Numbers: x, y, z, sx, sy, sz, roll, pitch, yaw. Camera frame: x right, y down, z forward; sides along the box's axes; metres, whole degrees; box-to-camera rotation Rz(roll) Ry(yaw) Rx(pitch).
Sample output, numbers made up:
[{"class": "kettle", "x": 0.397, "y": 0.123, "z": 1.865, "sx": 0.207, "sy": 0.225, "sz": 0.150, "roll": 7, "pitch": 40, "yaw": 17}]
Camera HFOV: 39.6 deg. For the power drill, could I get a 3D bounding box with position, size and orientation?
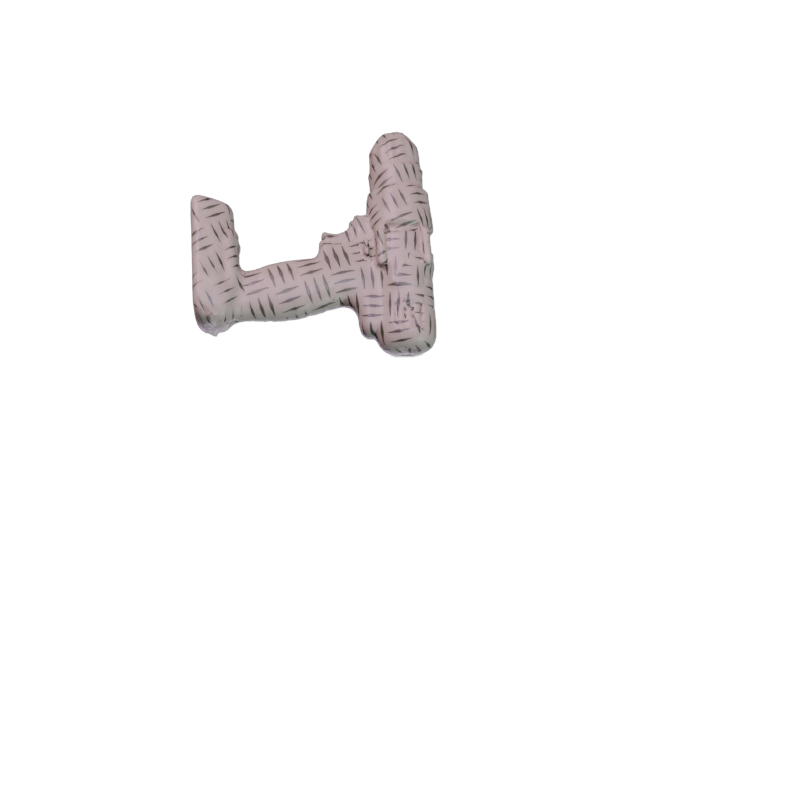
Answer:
[{"class": "power drill", "x": -0.067, "y": -0.122, "z": 0.857, "sx": 0.187, "sy": 0.195, "sz": 0.054, "roll": -3, "pitch": -23, "yaw": -2}]
